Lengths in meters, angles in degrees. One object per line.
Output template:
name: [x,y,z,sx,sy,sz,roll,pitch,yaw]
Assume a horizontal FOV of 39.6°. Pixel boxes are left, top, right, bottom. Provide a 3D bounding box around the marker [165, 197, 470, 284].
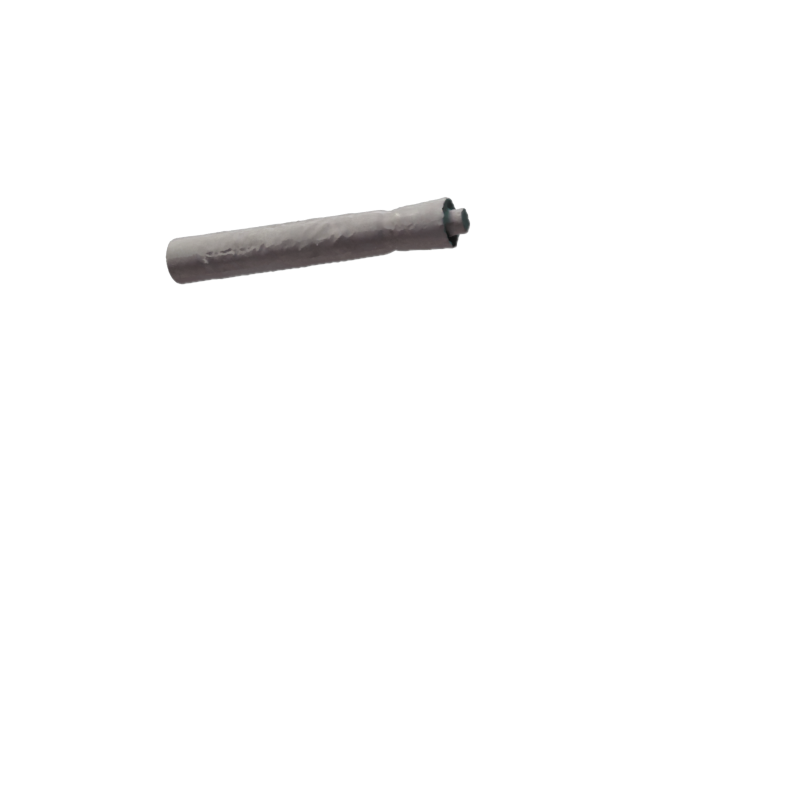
marker: [-0.033,-0.060,0.421,0.124,0.020,0.019,-5,2,23]
